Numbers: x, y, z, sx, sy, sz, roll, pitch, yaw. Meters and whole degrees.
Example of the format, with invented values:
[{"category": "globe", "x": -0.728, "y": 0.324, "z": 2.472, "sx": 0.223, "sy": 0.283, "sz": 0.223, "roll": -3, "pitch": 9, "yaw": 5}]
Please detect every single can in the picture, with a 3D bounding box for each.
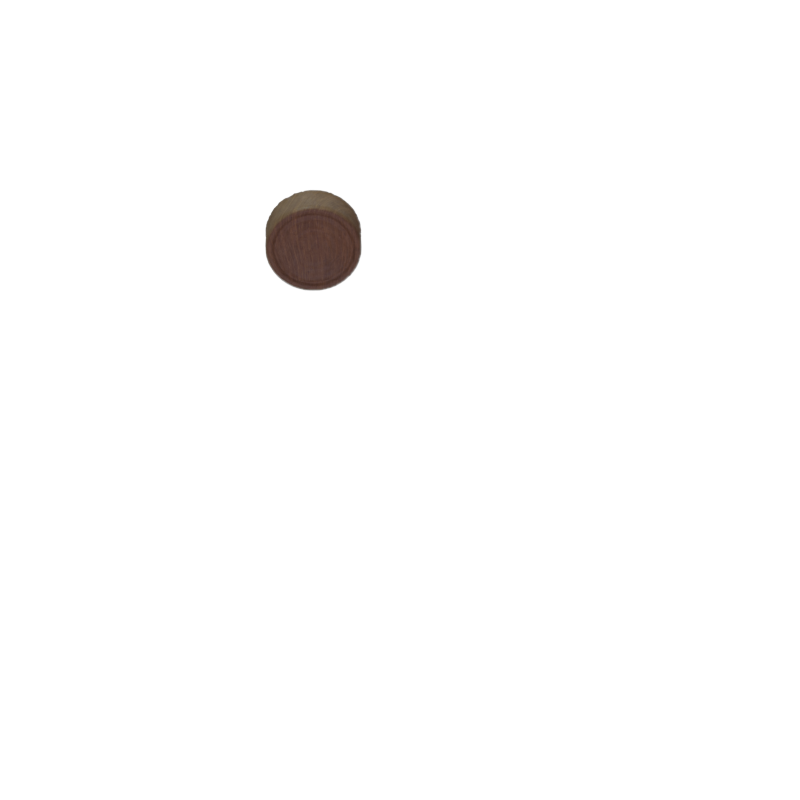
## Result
[{"category": "can", "x": -0.077, "y": -0.140, "z": 0.978, "sx": 0.086, "sy": 0.081, "sz": 0.036, "roll": 1, "pitch": 31, "yaw": -1}]
